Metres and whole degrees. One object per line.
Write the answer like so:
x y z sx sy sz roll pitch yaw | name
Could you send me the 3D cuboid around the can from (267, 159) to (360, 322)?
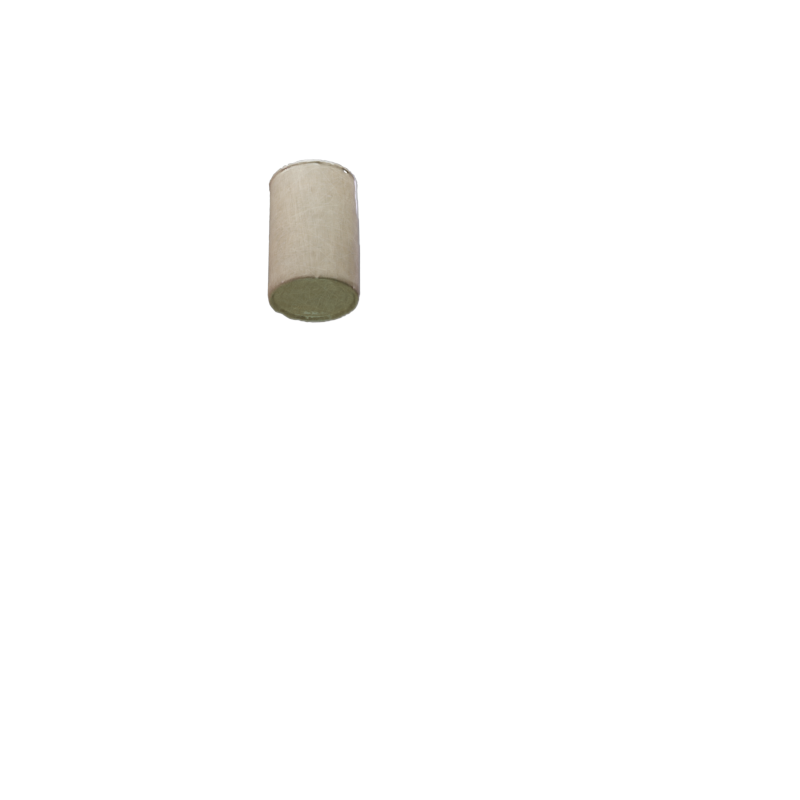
-0.064 -0.117 0.820 0.068 0.109 0.064 0 -29 -2 | can
